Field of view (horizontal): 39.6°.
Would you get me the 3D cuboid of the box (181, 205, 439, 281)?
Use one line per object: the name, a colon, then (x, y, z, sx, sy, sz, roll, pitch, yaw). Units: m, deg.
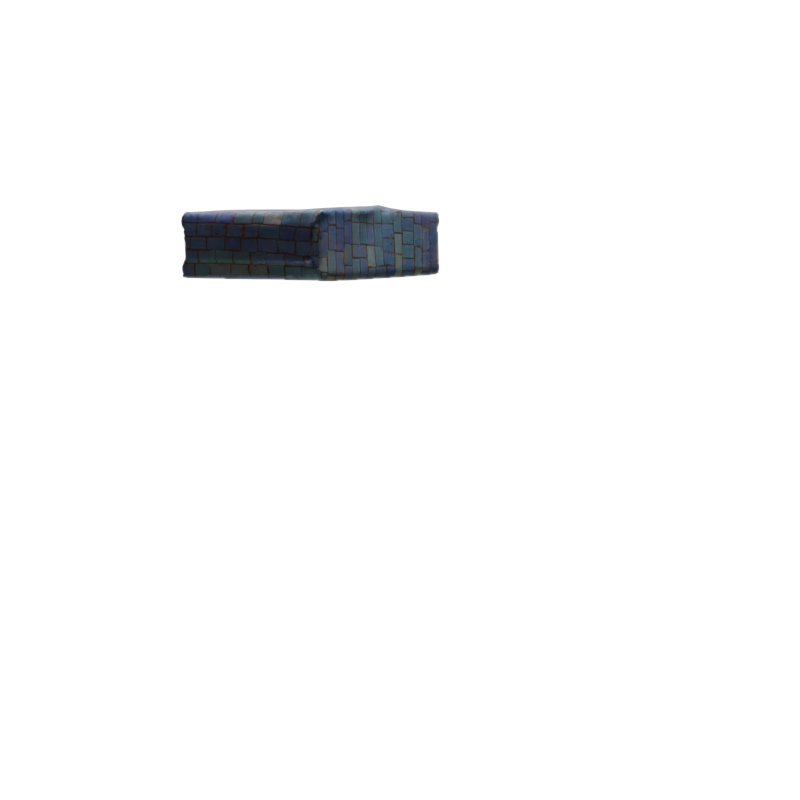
box: (-0.037, -0.067, 0.471, 0.076, 0.030, 0.086, 6, 10, 36)
